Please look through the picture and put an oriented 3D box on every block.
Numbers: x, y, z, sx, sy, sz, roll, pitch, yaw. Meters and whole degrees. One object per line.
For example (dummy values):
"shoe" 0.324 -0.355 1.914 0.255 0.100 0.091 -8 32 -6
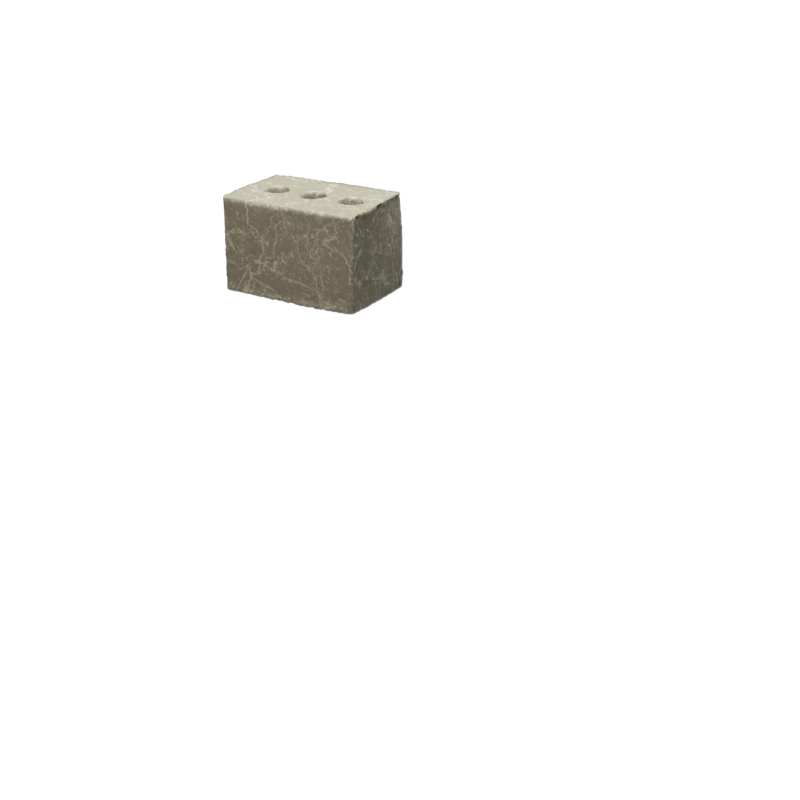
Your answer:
"block" -0.044 -0.081 0.565 0.081 0.049 0.053 12 24 27
